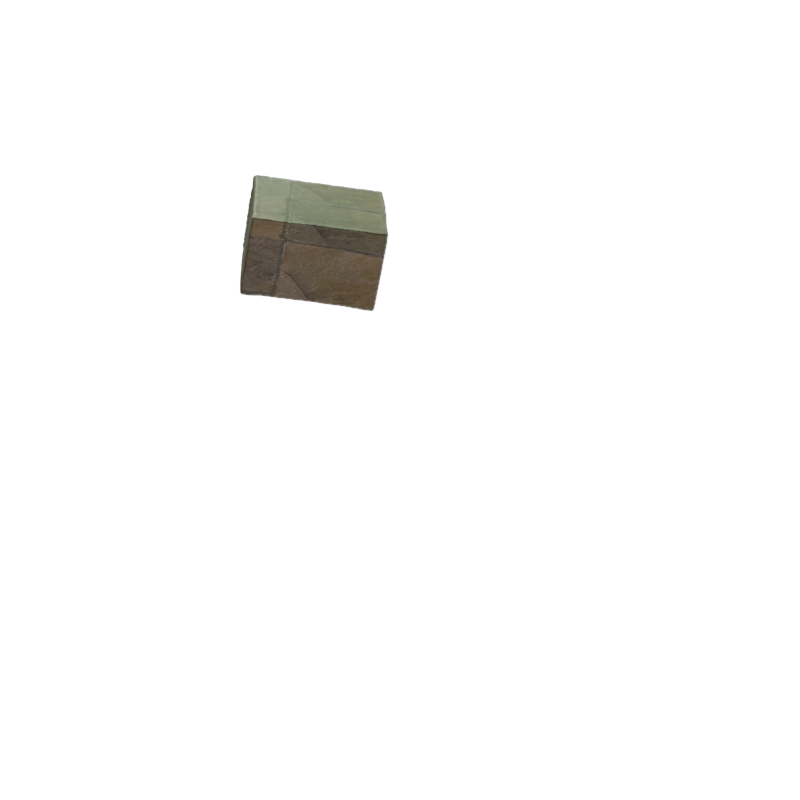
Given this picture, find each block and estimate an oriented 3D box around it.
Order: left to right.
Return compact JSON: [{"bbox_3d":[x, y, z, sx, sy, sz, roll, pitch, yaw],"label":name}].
[{"bbox_3d":[-0.050,-0.090,0.633,0.077,0.050,0.055,8,35,-7],"label":"block"}]
